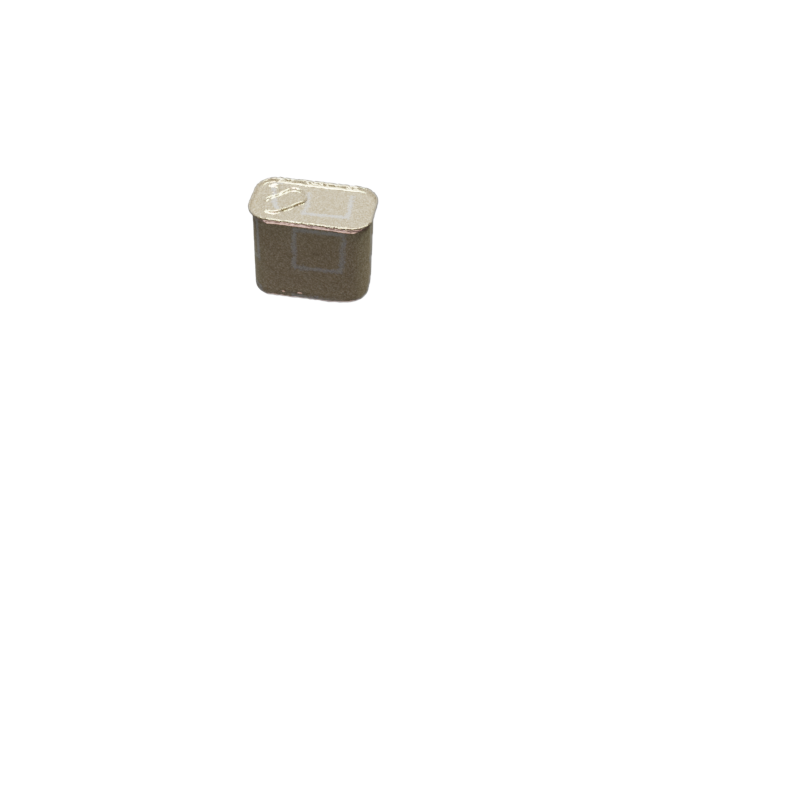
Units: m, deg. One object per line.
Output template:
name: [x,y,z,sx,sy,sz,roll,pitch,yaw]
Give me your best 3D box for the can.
can: [-0.072,-0.130,0.912,0.103,0.078,0.061,8,43,7]
